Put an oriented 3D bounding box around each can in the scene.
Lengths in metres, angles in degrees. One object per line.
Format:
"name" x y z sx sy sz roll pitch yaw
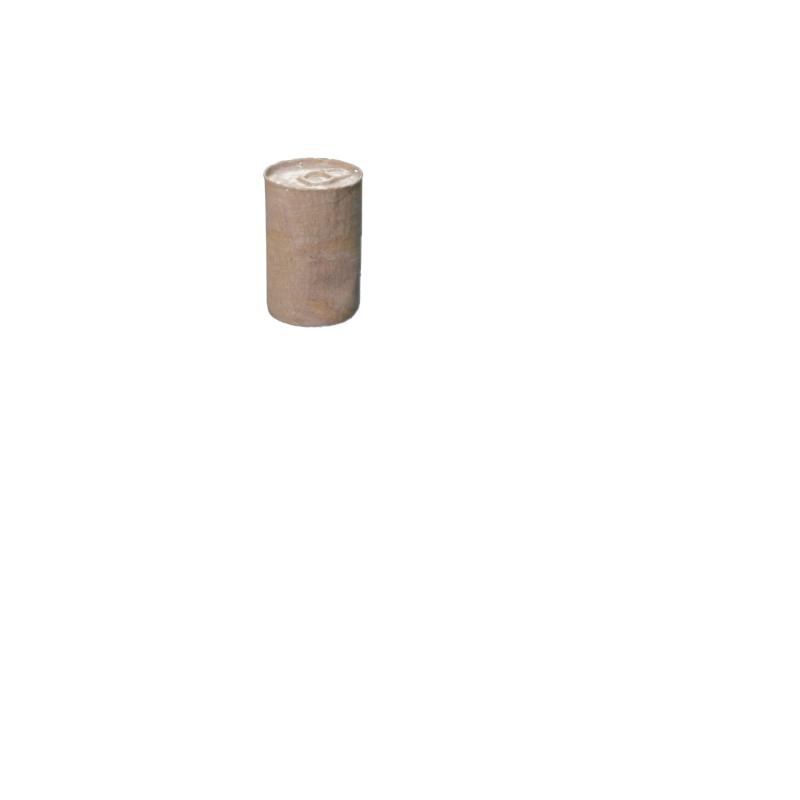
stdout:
"can" -0.060 -0.110 0.771 0.068 0.097 0.072 0 25 -2
